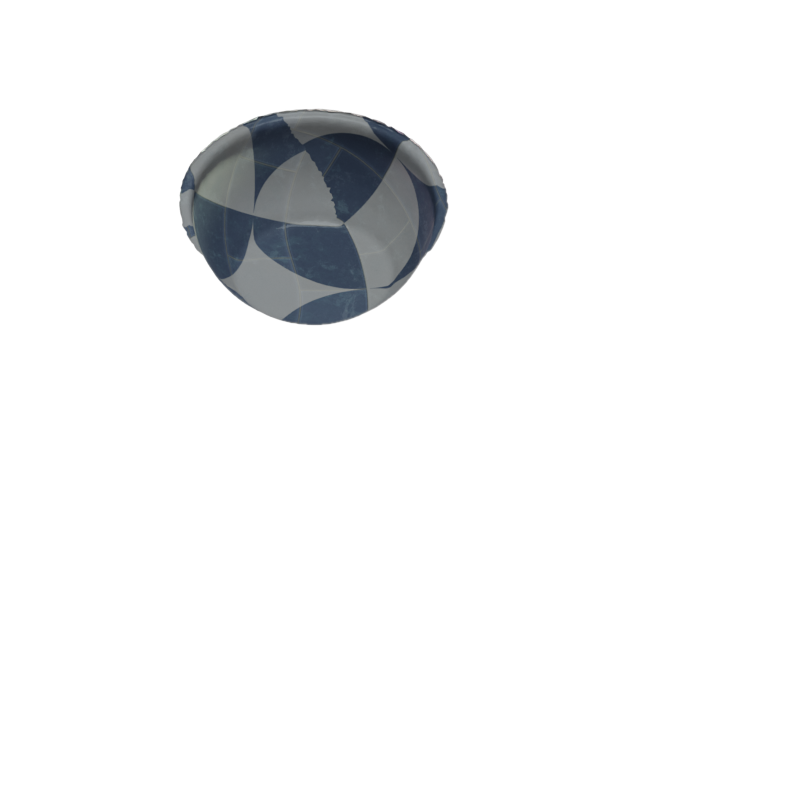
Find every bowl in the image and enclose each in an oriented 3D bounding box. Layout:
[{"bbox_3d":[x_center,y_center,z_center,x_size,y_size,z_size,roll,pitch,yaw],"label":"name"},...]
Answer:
[{"bbox_3d":[-0.051,-0.093,0.653,0.162,0.059,0.151,1,-38,-2],"label":"bowl"}]
